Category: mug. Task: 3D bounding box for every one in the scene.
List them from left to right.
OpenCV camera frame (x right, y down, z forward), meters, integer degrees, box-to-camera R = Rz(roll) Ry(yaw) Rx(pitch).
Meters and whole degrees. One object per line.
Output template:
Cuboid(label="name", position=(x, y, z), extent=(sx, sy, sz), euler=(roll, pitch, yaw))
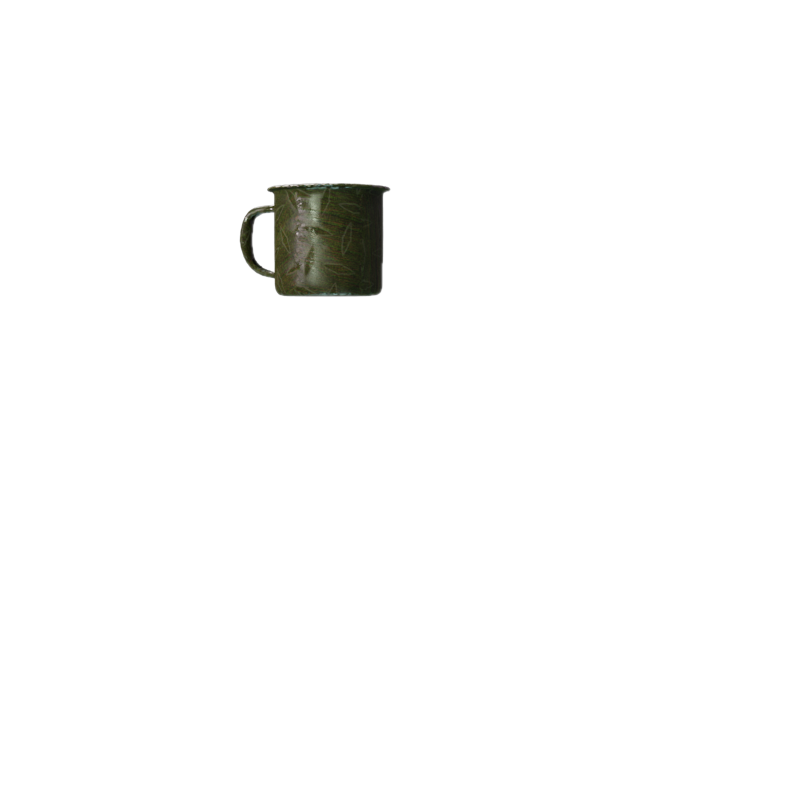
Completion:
Cuboid(label="mug", position=(-0.066, -0.120, 0.837), extent=(0.119, 0.081, 0.092), euler=(1, 3, 13))
